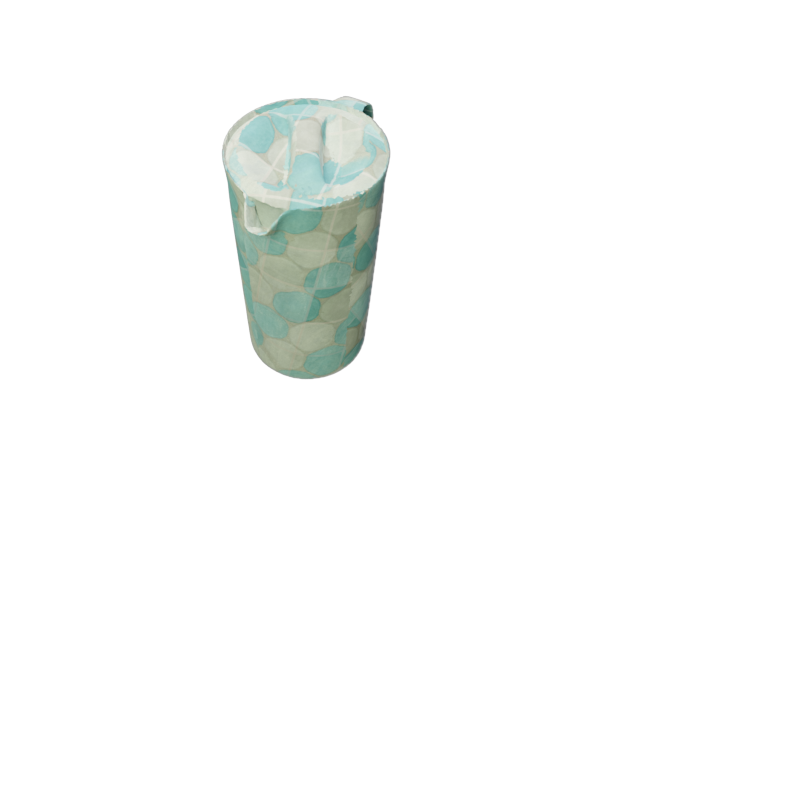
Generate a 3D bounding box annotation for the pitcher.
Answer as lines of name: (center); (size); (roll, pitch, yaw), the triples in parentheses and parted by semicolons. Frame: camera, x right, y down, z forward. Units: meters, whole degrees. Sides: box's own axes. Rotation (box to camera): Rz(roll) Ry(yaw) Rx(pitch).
pitcher: (-0.075, -0.138, 0.964); (0.148, 0.157, 0.226); (-14, -37, -14)
